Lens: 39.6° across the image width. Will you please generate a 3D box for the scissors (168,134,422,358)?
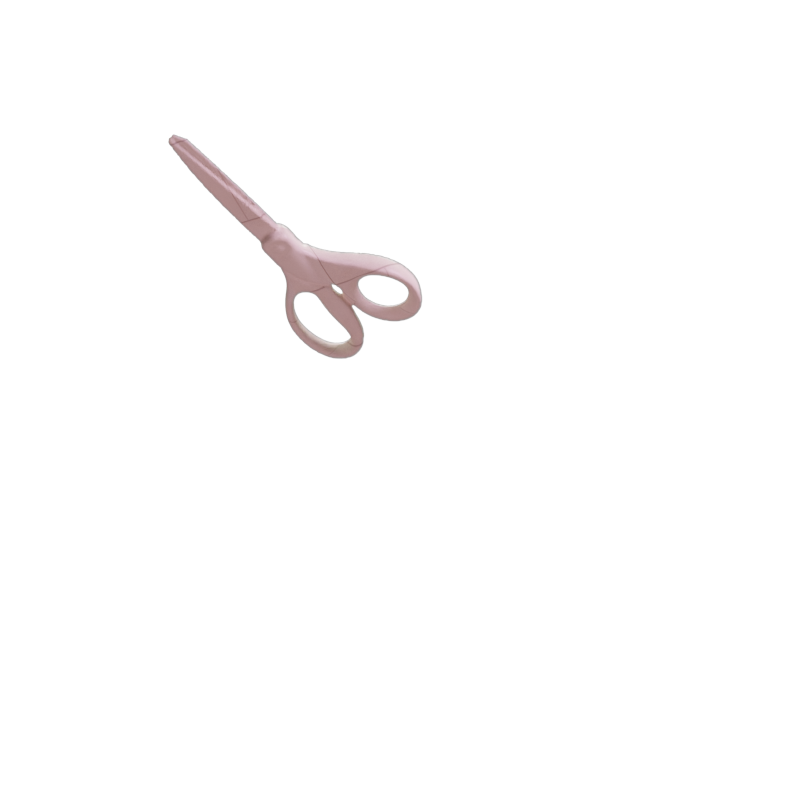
[{"bbox_3d":[-0.052,-0.094,0.659,0.097,0.017,0.186,-13,-44,14],"label":"scissors"}]
